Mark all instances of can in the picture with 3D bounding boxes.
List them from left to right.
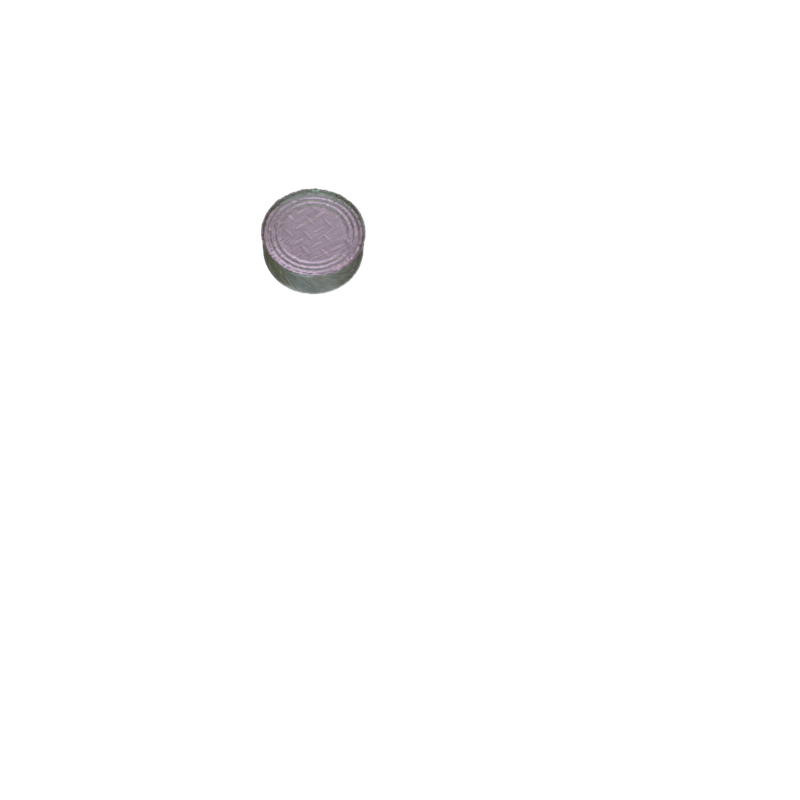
[{"bbox_3d":[-0.072,-0.131,0.920,0.086,0.091,0.031,-1,-30,-1],"label":"can"}]
